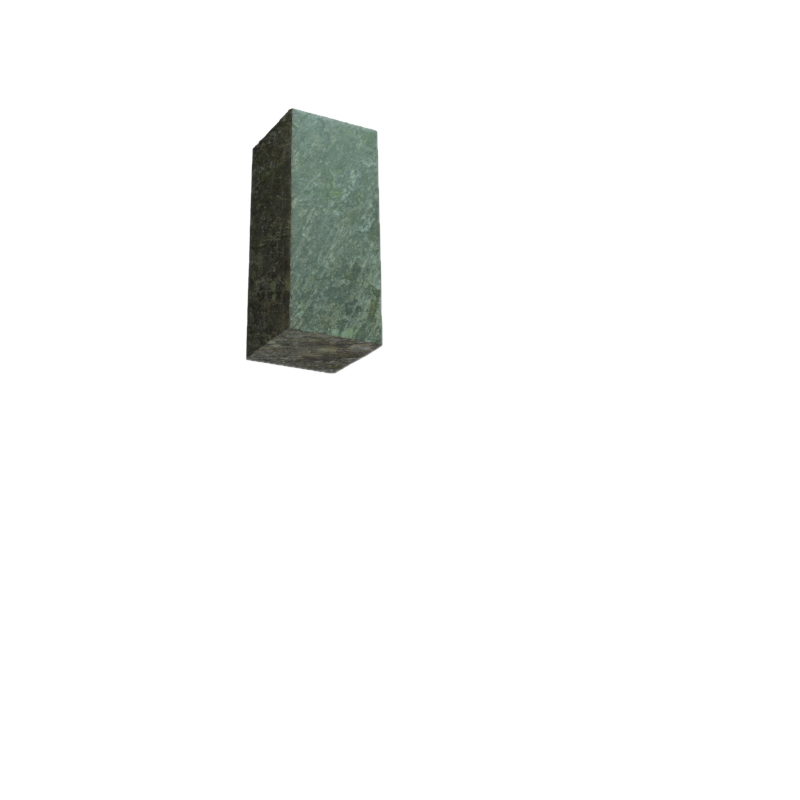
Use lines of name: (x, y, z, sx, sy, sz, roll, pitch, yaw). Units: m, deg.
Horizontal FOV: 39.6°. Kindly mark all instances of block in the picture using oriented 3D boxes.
block: (-0.077, -0.139, 0.978, 0.087, 0.217, 0.089, 11, -26, -27)
